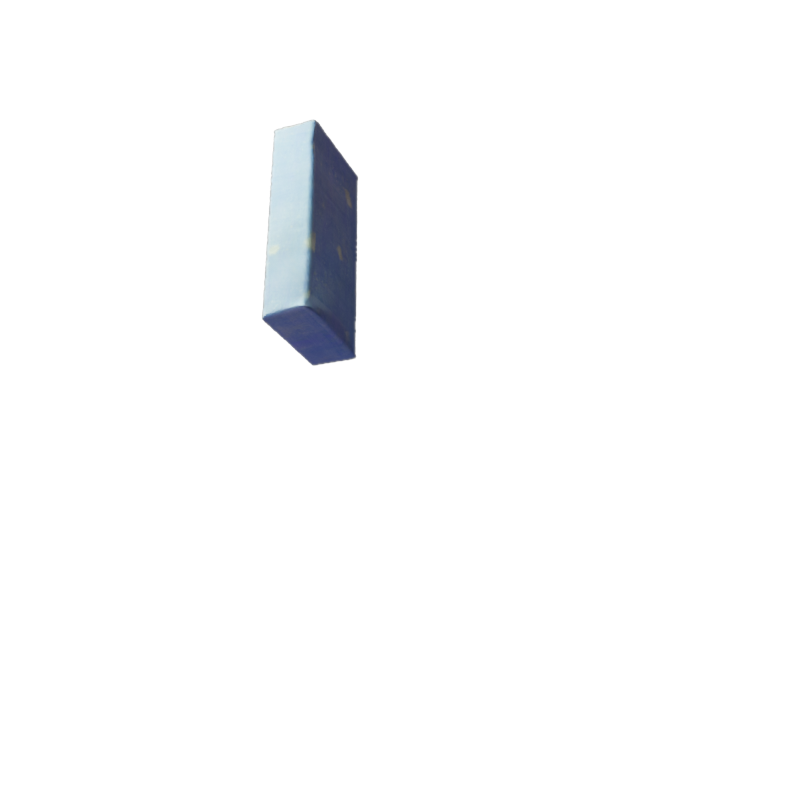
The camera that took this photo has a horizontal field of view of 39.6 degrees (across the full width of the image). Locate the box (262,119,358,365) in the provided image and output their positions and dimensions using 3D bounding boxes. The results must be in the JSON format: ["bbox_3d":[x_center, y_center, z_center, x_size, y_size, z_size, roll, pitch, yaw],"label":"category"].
[{"bbox_3d":[-0.070,-0.128,0.896,0.049,0.188,0.086,-14,-32,19],"label":"box"}]
